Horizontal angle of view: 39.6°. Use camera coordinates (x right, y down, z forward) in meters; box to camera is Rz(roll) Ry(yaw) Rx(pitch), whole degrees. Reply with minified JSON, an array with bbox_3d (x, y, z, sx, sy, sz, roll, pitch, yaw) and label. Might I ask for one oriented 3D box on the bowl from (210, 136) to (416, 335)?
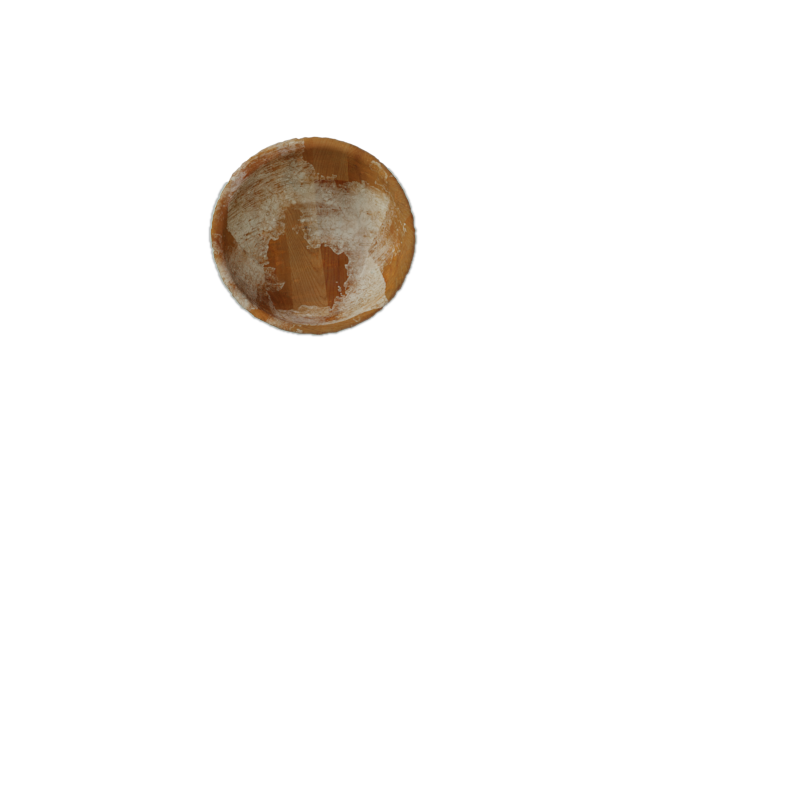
[{"bbox_3d":[-0.070,-0.128,0.894,0.162,0.168,0.053,0,-14,-1],"label":"bowl"}]
